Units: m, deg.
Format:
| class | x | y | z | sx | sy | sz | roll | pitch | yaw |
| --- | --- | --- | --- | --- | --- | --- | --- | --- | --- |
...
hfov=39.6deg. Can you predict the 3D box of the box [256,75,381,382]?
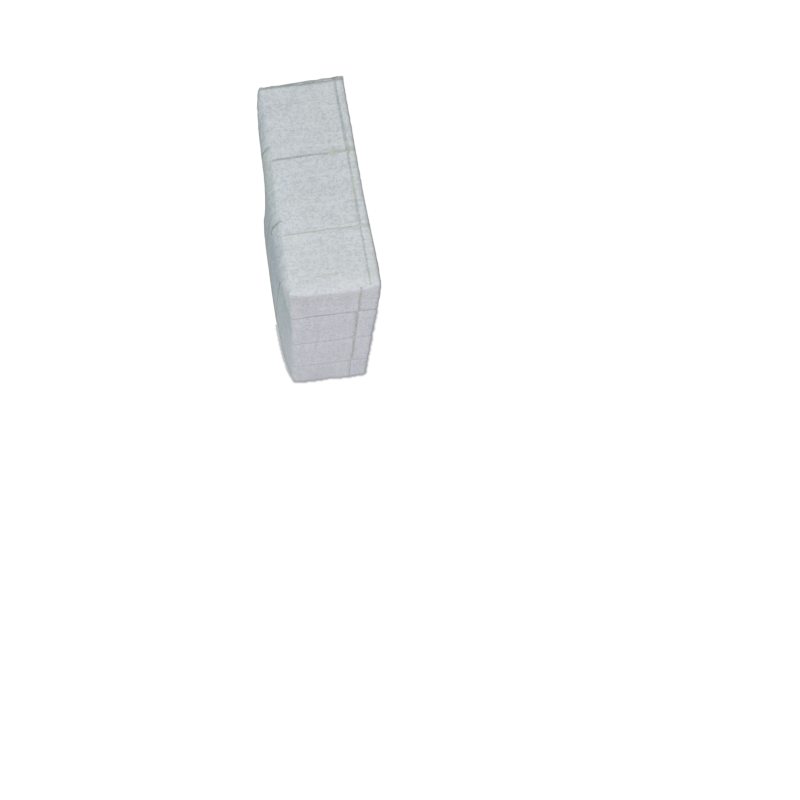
| class | x | y | z | sx | sy | sz | roll | pitch | yaw |
| --- | --- | --- | --- | --- | --- | --- | --- | --- | --- |
| box | -0.067 | -0.122 | 0.852 | 0.071 | 0.173 | 0.205 | -8 | -18 | -6 |
